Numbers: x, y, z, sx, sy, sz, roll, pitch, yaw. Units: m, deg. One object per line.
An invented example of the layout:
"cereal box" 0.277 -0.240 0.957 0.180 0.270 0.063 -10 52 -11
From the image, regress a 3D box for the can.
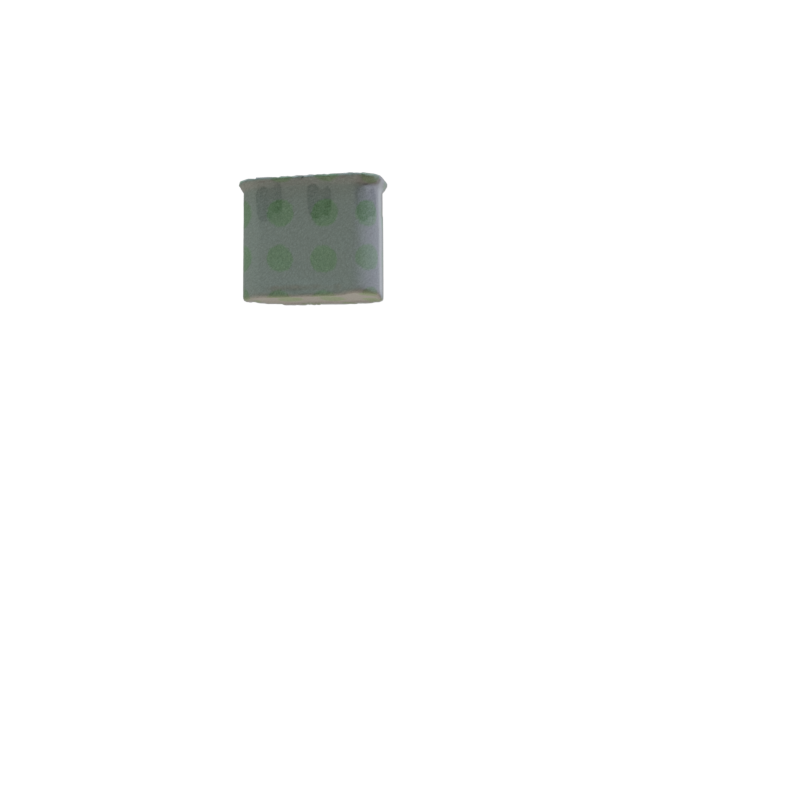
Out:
"can" -0.061 -0.110 0.774 0.103 0.086 0.056 -1 -7 11
